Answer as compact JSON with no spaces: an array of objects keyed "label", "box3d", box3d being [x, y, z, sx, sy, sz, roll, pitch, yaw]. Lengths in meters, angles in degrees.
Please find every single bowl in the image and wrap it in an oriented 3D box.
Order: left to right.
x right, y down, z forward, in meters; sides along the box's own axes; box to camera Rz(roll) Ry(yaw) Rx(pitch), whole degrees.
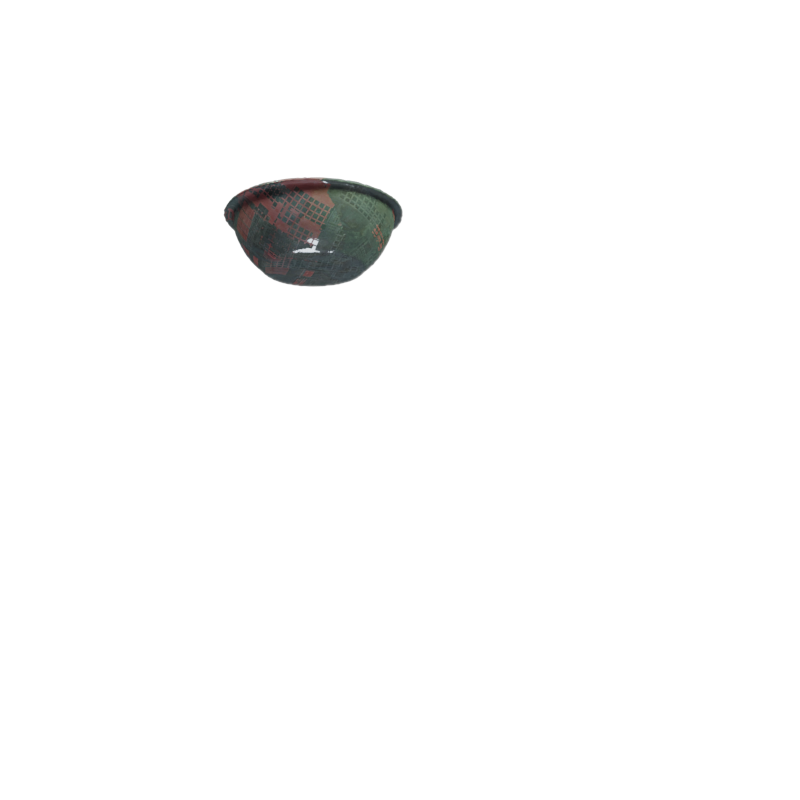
[{"label":"bowl","box3d":[-0.078,-0.142,0.995,0.162,0.057,0.156,0,-15,-2]}]
